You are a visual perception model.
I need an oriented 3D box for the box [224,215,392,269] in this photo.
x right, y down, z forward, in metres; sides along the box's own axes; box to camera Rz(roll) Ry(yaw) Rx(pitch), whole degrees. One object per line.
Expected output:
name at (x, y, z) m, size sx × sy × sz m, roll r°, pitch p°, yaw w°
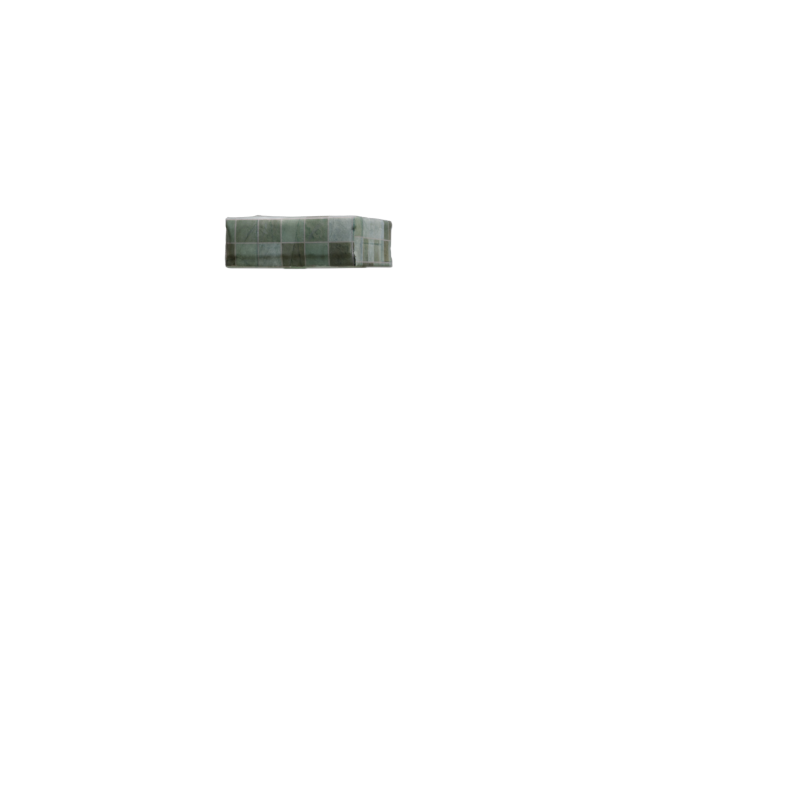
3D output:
box at (-0.048, -0.088, 0.617) m, size 0.075 × 0.030 × 0.088 m, roll 2°, pitch 7°, yaw 14°
